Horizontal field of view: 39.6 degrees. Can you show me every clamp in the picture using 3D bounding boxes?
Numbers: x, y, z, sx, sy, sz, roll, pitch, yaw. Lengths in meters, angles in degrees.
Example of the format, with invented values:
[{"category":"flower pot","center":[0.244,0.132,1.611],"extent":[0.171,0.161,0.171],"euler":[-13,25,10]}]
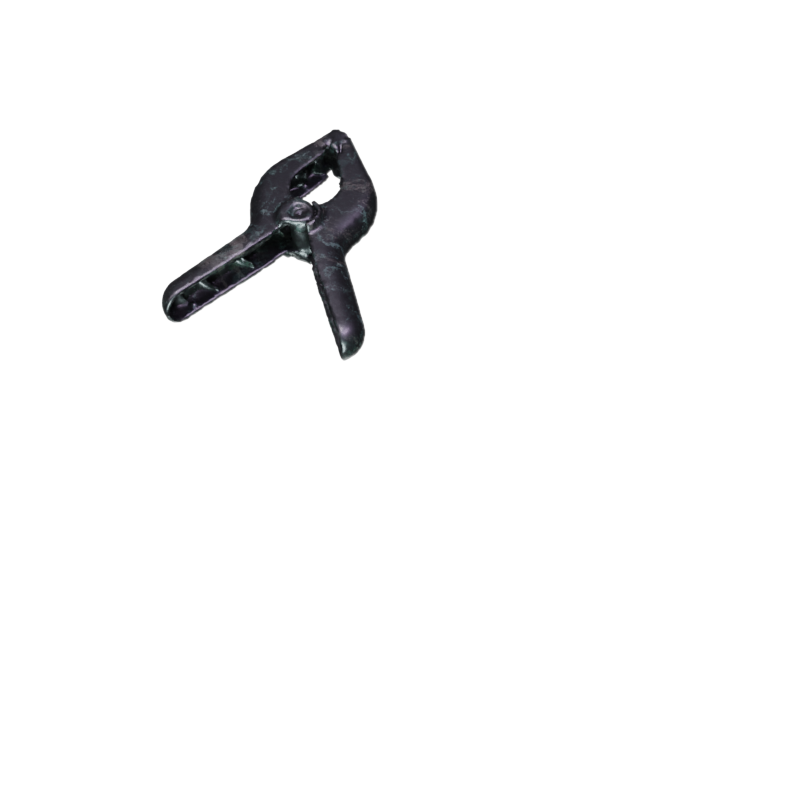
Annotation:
[{"category":"clamp","center":[-0.052,-0.096,0.669],"extent":[0.124,0.178,0.037],"euler":[21,-33,14]}]
